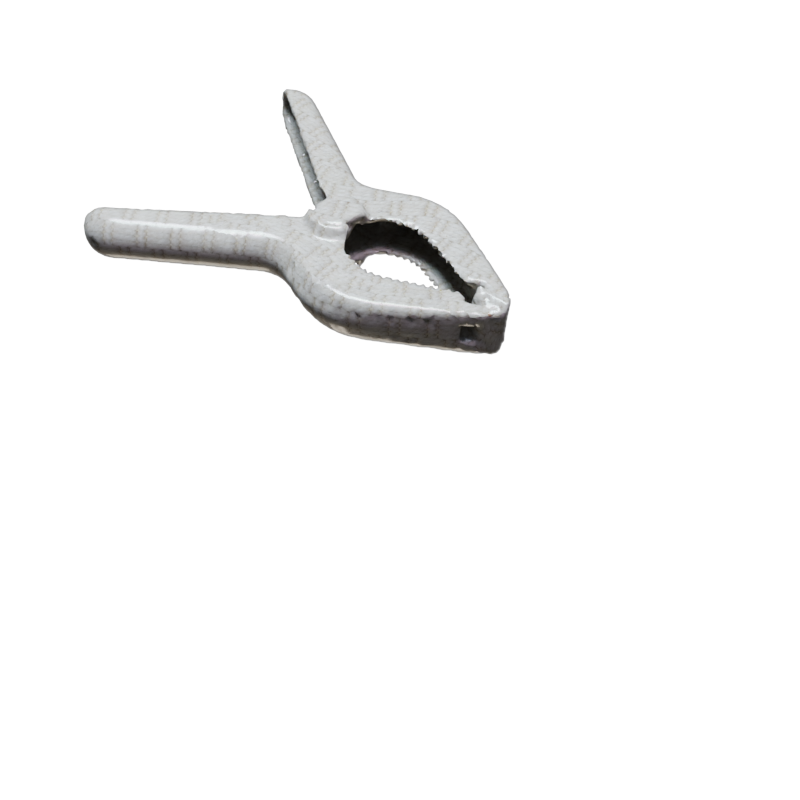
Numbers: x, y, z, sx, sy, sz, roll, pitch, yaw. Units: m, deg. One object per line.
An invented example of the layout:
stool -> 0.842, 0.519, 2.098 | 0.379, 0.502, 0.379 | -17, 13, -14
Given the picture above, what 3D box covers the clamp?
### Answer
clamp -> -0.044, -0.079, 0.556 | 0.165, 0.034, 0.224 | -35, 55, -29
